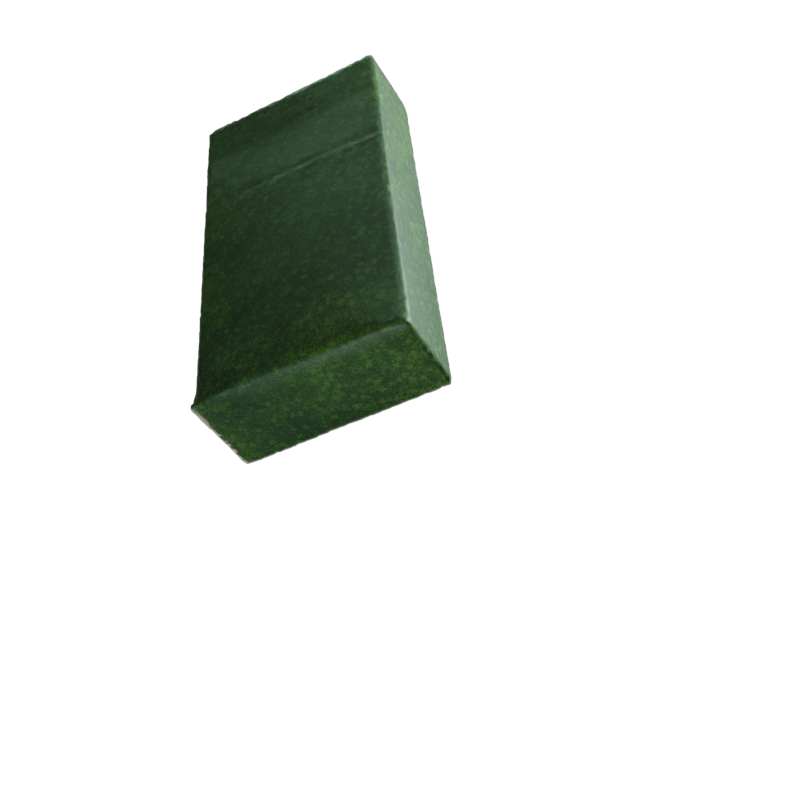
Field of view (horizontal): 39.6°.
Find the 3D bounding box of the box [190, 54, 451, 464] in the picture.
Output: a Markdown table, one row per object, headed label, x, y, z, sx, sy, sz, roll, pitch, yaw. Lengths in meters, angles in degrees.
| label | x | y | z | sx | sy | sz | roll | pitch | yaw |
| --- | --- | --- | --- | --- | --- | --- | --- | --- | --- |
| box | -0.037 | -0.067 | 0.472 | 0.094 | 0.189 | 0.044 | -22 | -49 | 17 |
